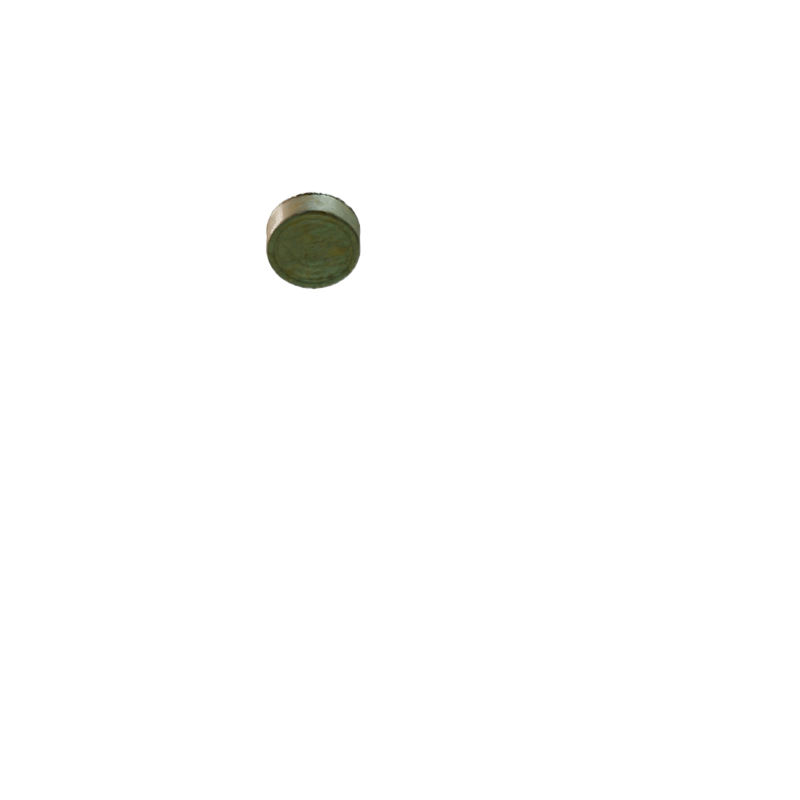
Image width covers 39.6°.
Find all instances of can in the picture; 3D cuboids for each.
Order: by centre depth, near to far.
[{"bbox_3d":[-0.078,-0.142,0.995,0.086,0.080,0.036,1,39,-1],"label":"can"}]
